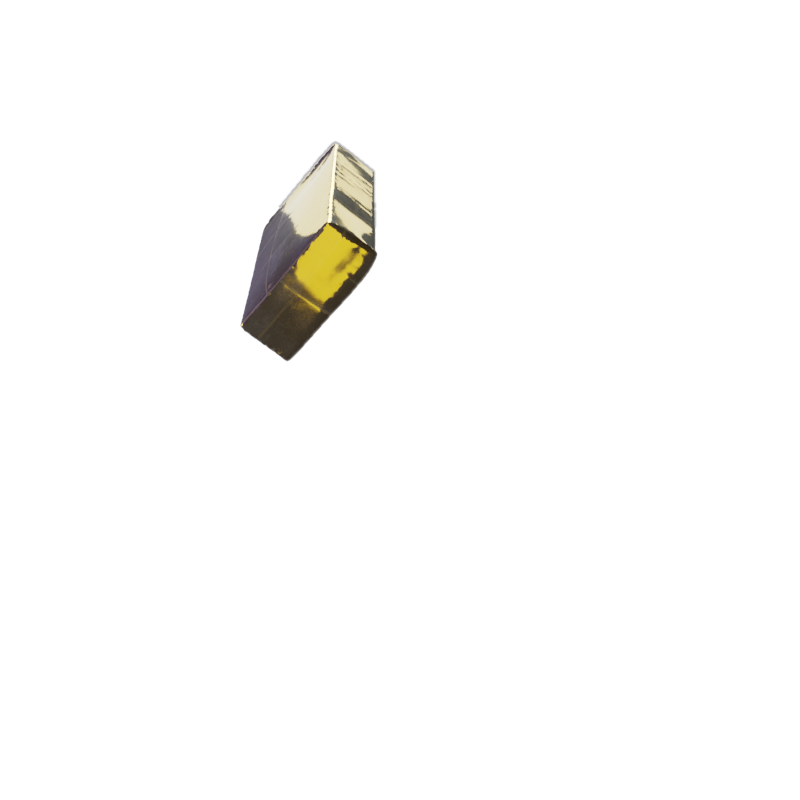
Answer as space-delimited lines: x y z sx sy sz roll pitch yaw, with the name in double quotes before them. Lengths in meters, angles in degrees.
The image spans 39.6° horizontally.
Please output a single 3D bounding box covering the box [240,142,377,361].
"box" -0.060 -0.108 0.759 0.046 0.092 0.186 36 20 -21
